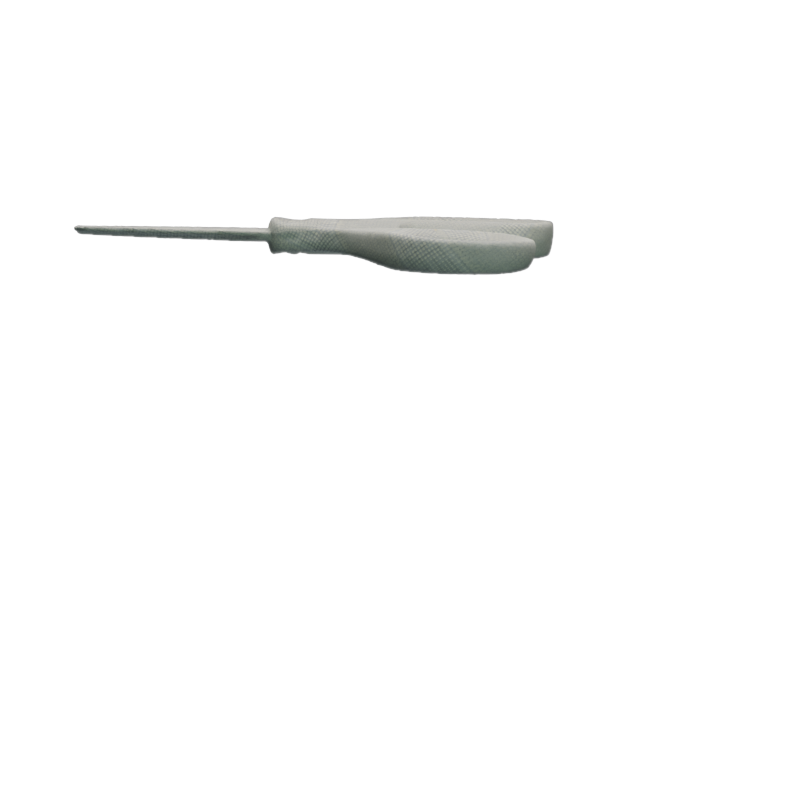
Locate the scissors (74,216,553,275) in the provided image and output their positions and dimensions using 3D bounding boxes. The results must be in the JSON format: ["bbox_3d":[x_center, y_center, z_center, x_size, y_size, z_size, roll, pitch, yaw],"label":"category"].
[{"bbox_3d":[-0.035,-0.063,0.443,0.200,0.015,0.099,-1,15,-4],"label":"scissors"}]
